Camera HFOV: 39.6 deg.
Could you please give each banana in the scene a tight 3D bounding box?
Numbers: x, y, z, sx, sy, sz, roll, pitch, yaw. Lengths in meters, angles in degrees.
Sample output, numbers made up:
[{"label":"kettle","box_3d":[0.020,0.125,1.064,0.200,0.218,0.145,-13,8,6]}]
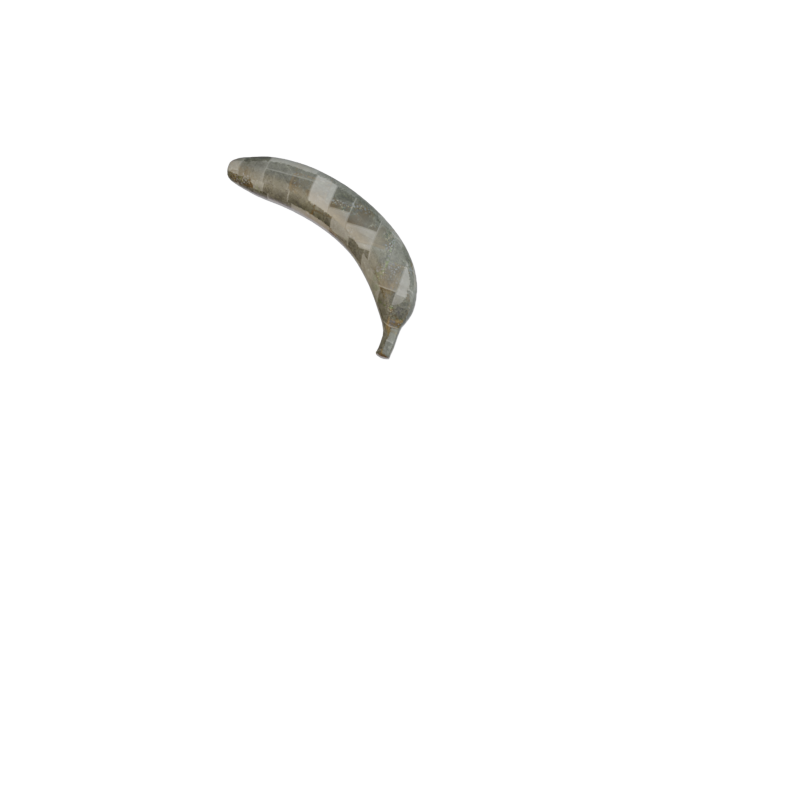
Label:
[{"label":"banana","box_3d":[-0.048,-0.126,0.829,0.070,0.208,0.035,-35,-20,-15]}]
